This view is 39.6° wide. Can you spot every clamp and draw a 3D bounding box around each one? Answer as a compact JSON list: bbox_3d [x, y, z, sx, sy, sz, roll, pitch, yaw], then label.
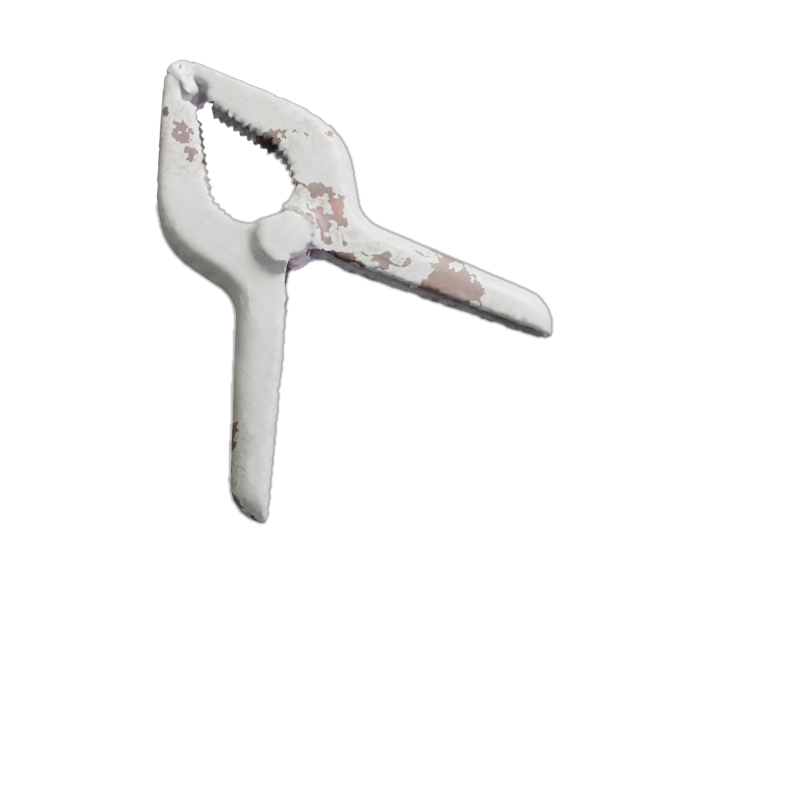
[{"bbox_3d":[-0.040,-0.074,0.515,0.164,0.217,0.035,-25,-12,-6],"label":"clamp"}]
